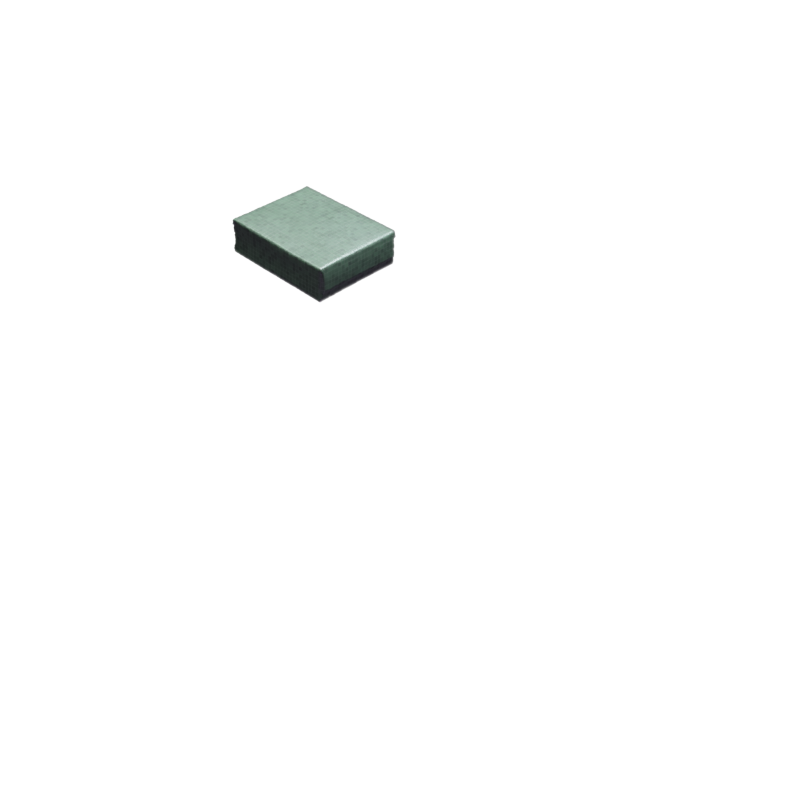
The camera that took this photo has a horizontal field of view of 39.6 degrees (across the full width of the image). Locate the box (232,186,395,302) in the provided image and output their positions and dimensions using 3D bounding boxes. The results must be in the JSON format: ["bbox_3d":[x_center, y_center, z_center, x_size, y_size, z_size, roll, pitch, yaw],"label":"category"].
[{"bbox_3d":[-0.075,-0.136,0.954,0.121,0.036,0.090,29,44,35],"label":"box"}]
